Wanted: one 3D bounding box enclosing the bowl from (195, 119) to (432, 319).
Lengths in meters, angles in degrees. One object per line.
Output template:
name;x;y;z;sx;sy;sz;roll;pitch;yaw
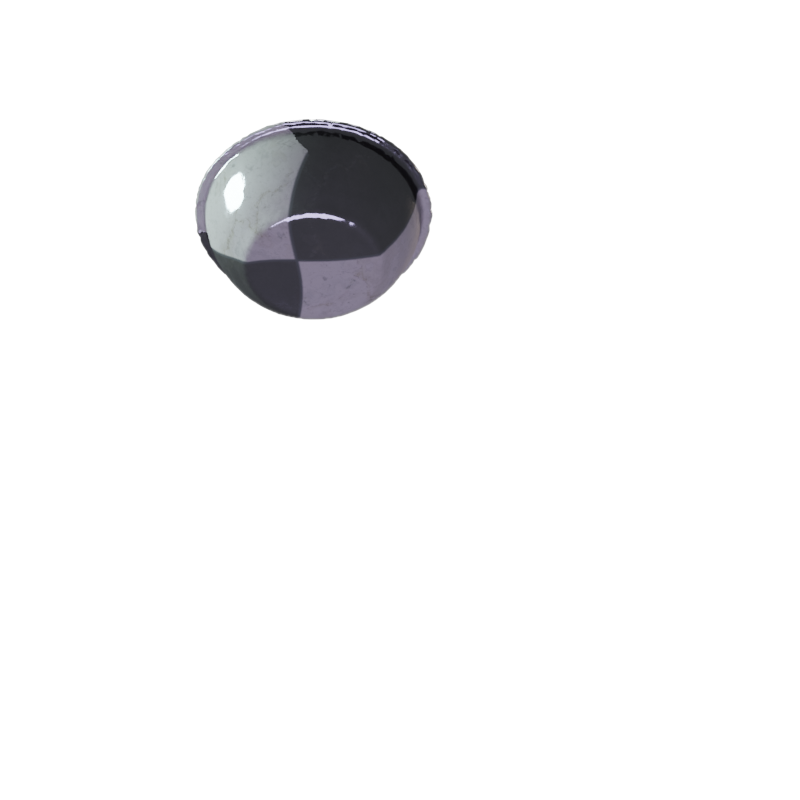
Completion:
bowl;-0.058;-0.106;0.740;0.162;0.151;0.059;1;43;-1
